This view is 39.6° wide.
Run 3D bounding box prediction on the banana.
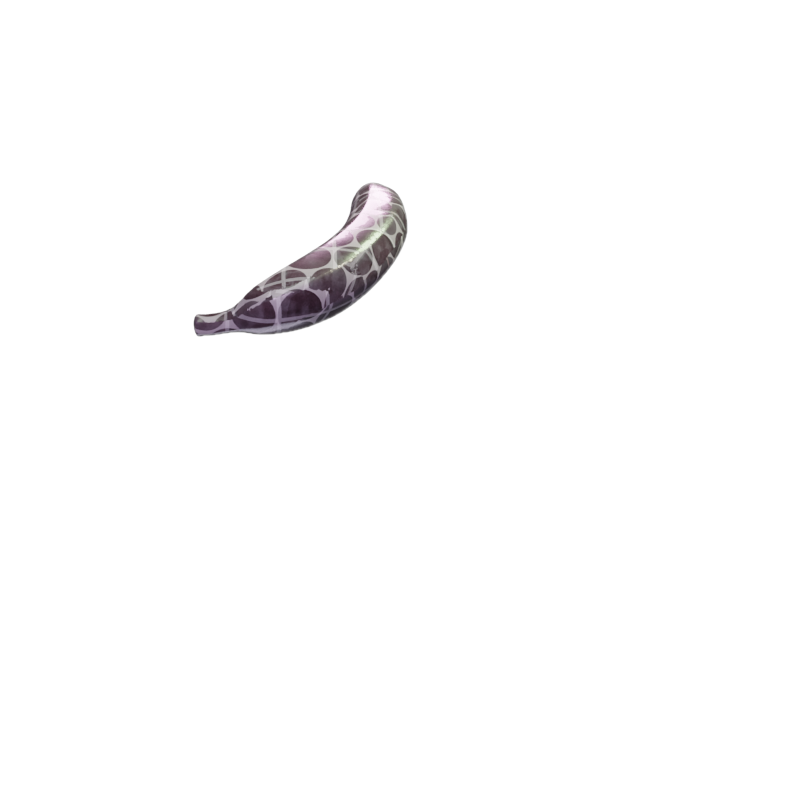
[{"bbox_3d":[-0.036,-0.086,0.642,0.073,0.035,0.201,15,35,23],"label":"banana"}]
